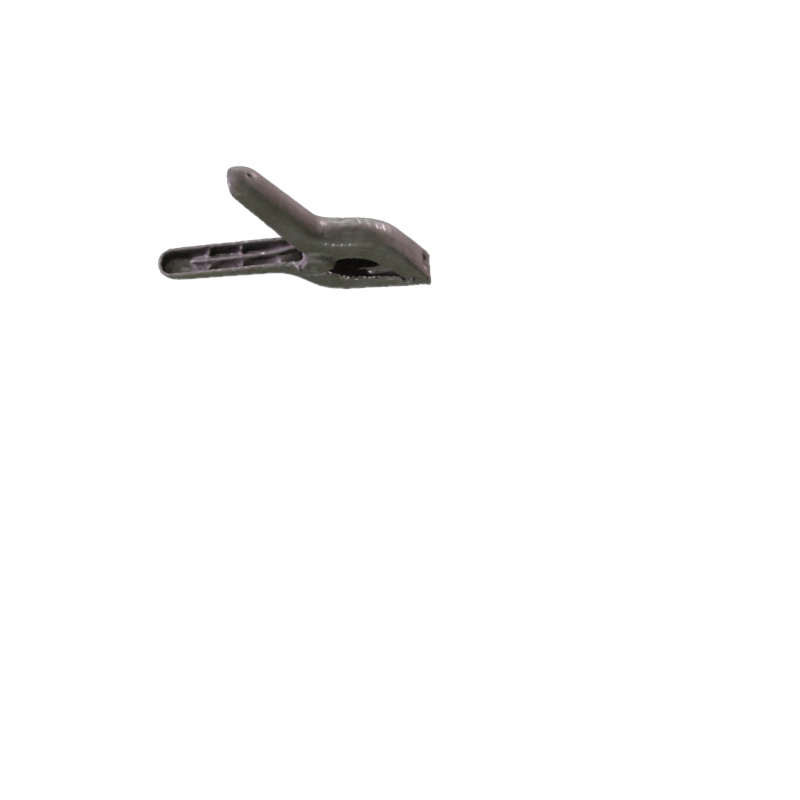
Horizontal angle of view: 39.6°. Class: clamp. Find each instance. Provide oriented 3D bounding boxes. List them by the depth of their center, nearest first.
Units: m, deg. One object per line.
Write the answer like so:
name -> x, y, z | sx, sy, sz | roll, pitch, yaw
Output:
clamp -> -0.066, -0.120, 0.843 | 0.204, 0.038, 0.161 | 6, -19, -18
